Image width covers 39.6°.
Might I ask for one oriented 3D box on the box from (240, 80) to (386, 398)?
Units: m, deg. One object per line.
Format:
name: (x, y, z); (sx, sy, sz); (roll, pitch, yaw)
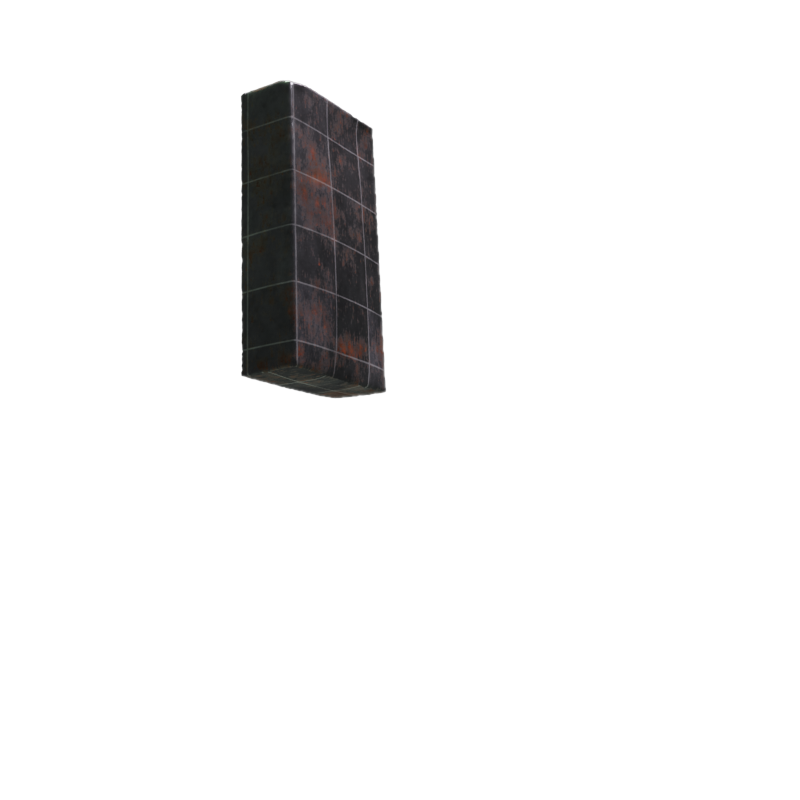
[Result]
box: (-0.052, -0.095, 0.664); (0.049, 0.184, 0.088); (-12, -20, 32)
